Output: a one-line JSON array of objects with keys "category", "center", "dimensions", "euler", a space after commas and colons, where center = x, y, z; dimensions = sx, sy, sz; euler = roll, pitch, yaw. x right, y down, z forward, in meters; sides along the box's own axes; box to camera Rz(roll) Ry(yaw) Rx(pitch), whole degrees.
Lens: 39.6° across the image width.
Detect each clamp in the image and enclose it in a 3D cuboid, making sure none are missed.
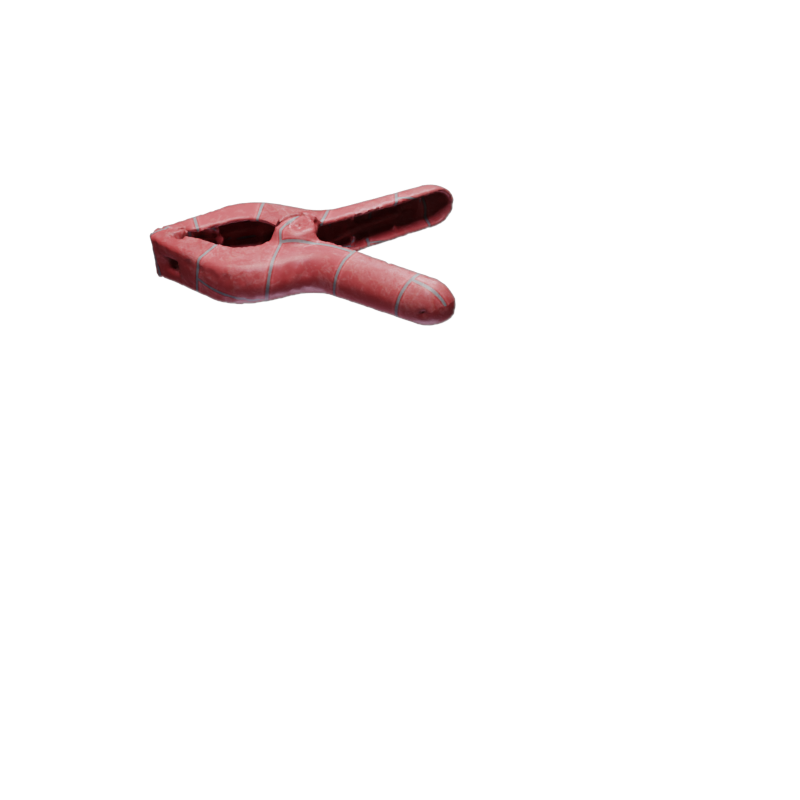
[{"category": "clamp", "center": [-0.048, -0.087, 0.612], "dimensions": [0.175, 0.037, 0.125], "euler": [7, 32, 11]}]
